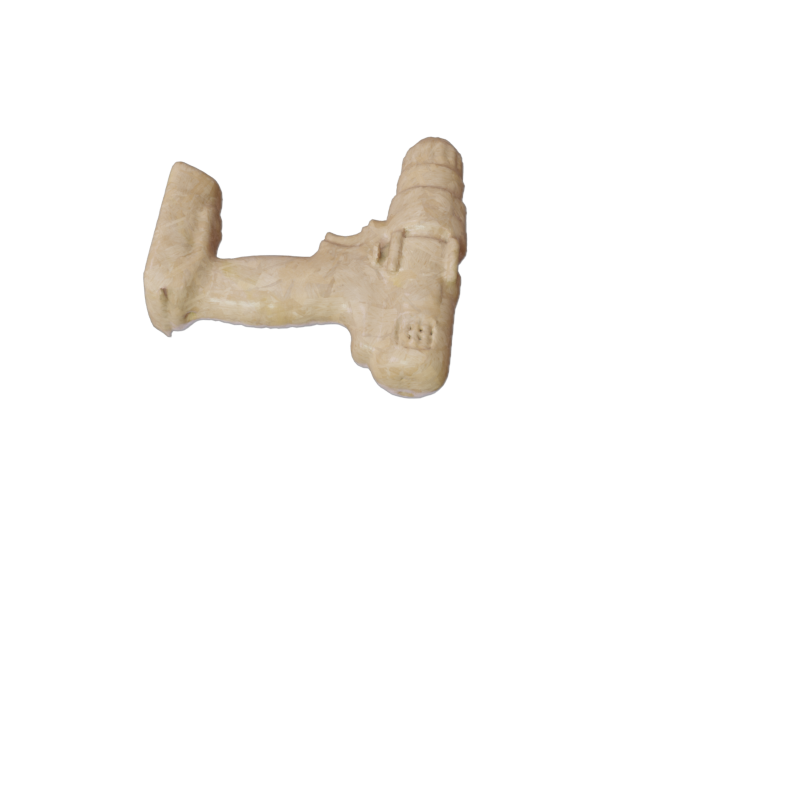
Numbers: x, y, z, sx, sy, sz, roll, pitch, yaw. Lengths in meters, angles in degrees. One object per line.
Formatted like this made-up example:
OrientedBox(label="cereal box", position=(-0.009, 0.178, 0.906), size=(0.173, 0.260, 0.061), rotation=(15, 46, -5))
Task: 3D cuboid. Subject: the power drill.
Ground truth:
OrientedBox(label="power drill", position=(-0.053, -0.097, 0.680), size=(0.189, 0.196, 0.054), rotation=(6, -35, 4))
